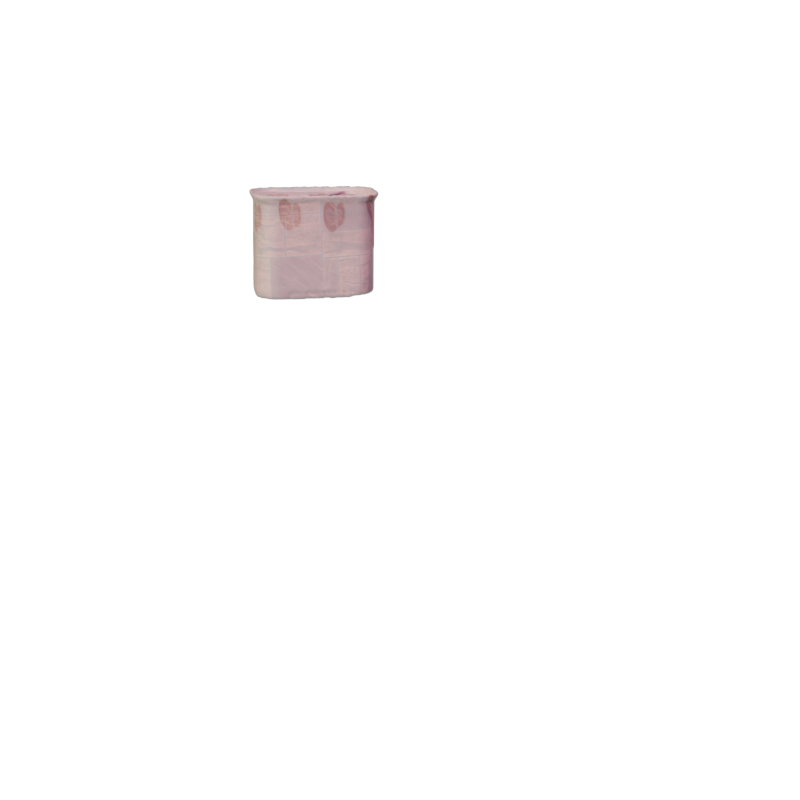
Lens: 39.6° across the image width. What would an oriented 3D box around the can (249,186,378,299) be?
[{"bbox_3d":[-0.070,-0.128,0.898,0.101,0.082,0.060,-2,13,-9],"label":"can"}]
